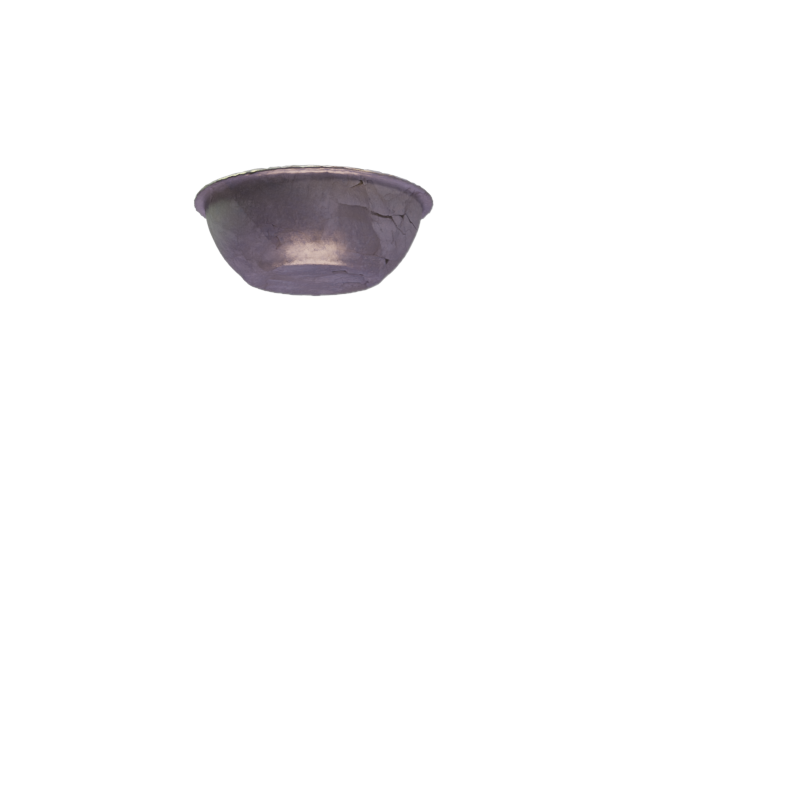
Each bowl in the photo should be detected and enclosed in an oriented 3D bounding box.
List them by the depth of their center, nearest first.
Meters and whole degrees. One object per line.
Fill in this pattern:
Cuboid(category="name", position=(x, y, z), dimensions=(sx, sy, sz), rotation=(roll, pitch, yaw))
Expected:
Cuboid(category="bowl", position=(-0.058, -0.106, 0.743), dimensions=(0.162, 0.057, 0.158), rotation=(0, -9, -2))
